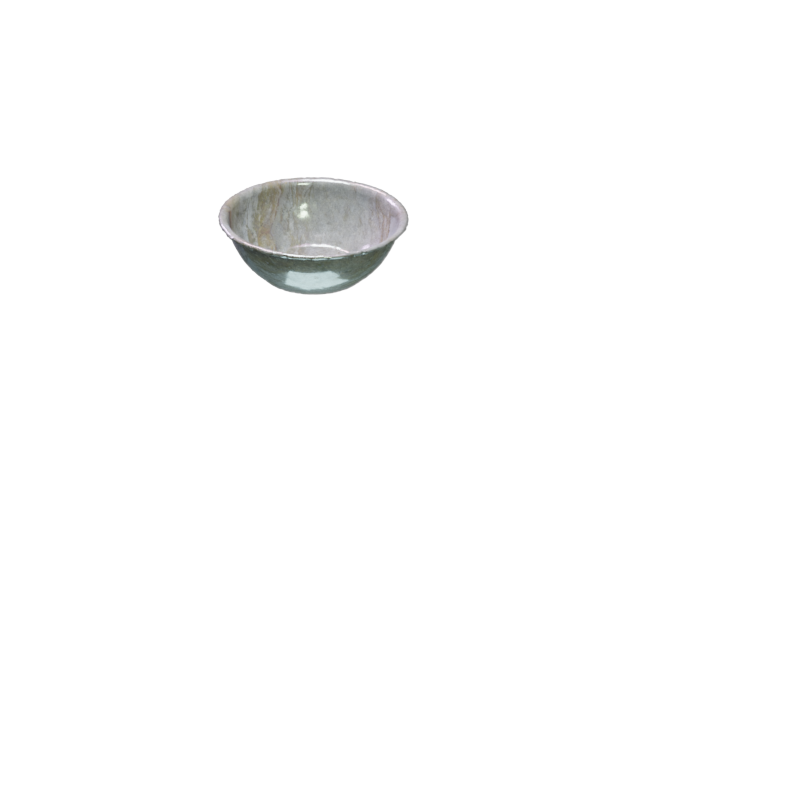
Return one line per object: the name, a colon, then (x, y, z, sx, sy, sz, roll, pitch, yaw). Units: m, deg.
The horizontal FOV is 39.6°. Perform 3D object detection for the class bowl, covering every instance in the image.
bowl: (-0.074, -0.136, 0.951, 0.162, 0.052, 0.172, -1, 32, -2)
